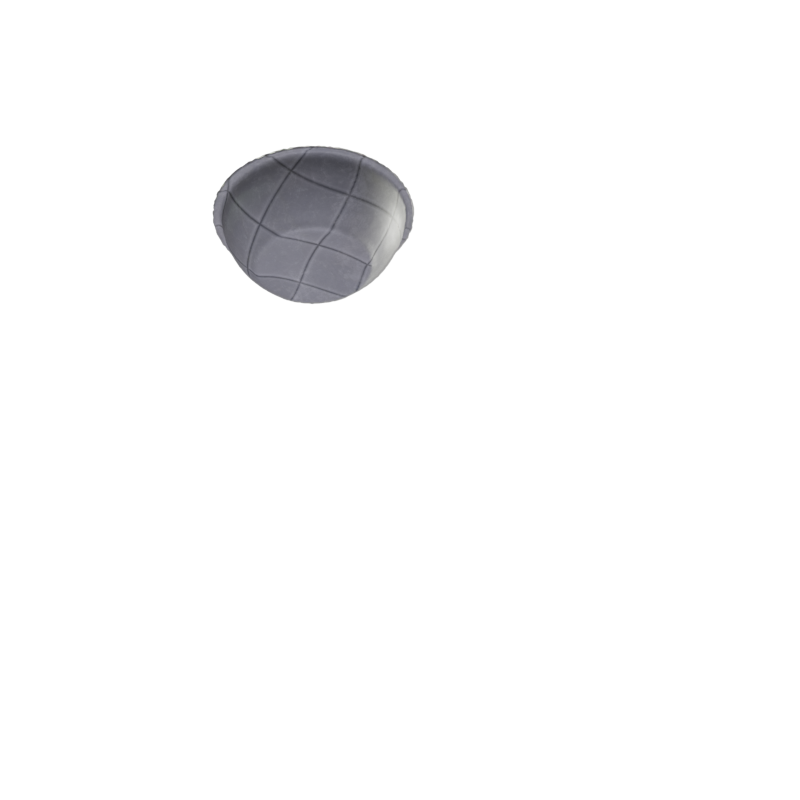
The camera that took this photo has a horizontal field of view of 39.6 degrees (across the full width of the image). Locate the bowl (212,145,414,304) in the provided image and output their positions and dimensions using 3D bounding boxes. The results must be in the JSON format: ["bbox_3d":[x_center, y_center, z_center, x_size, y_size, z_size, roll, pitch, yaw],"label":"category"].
[{"bbox_3d":[-0.068,-0.125,0.874,0.162,0.059,0.151,1,-37,-2],"label":"bowl"}]
